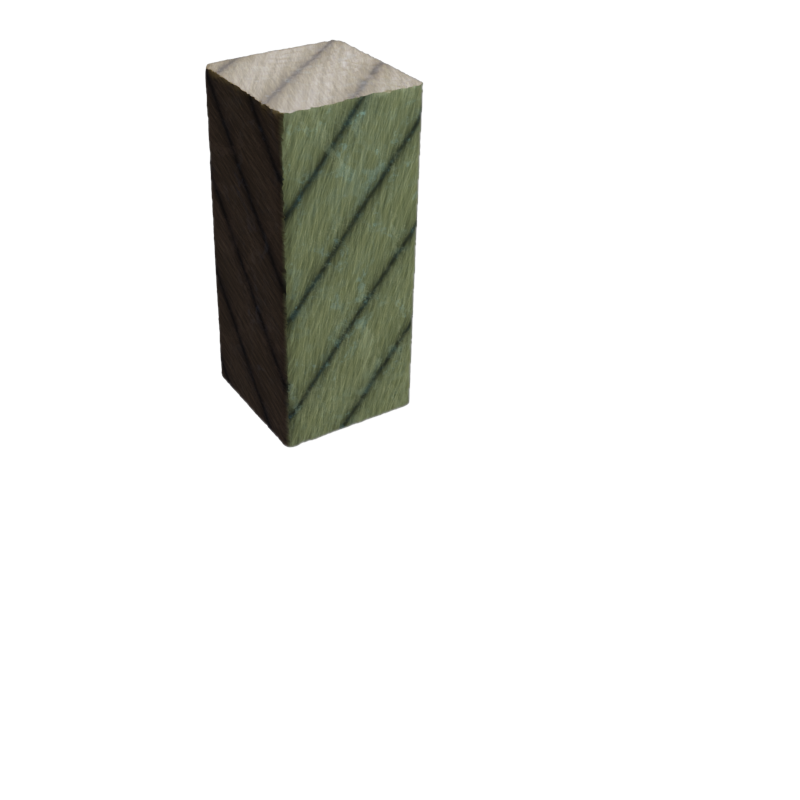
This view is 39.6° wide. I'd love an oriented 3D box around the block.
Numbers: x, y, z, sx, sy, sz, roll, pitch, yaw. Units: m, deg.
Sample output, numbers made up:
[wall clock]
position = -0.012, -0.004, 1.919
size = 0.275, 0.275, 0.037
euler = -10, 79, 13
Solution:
[block]
position = -0.051, -0.092, 0.642
size = 0.089, 0.194, 0.098
euler = -17, 36, -29
